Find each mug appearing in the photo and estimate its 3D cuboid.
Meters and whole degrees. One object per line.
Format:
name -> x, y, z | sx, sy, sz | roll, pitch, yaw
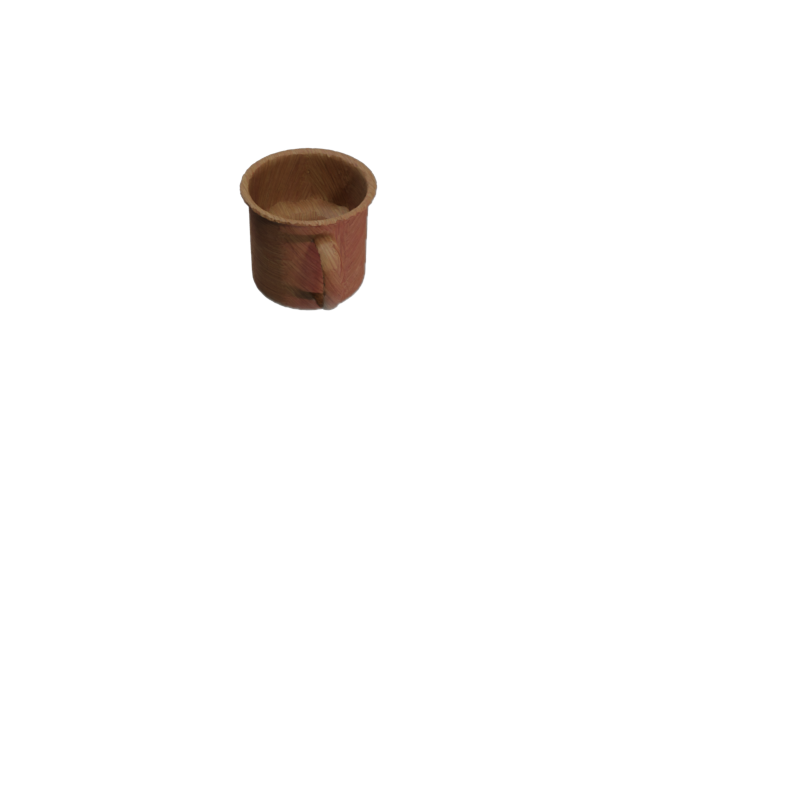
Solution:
mug -> -0.060, -0.109, 0.763 | 0.092, 0.076, 0.127 | -12, 43, -15
